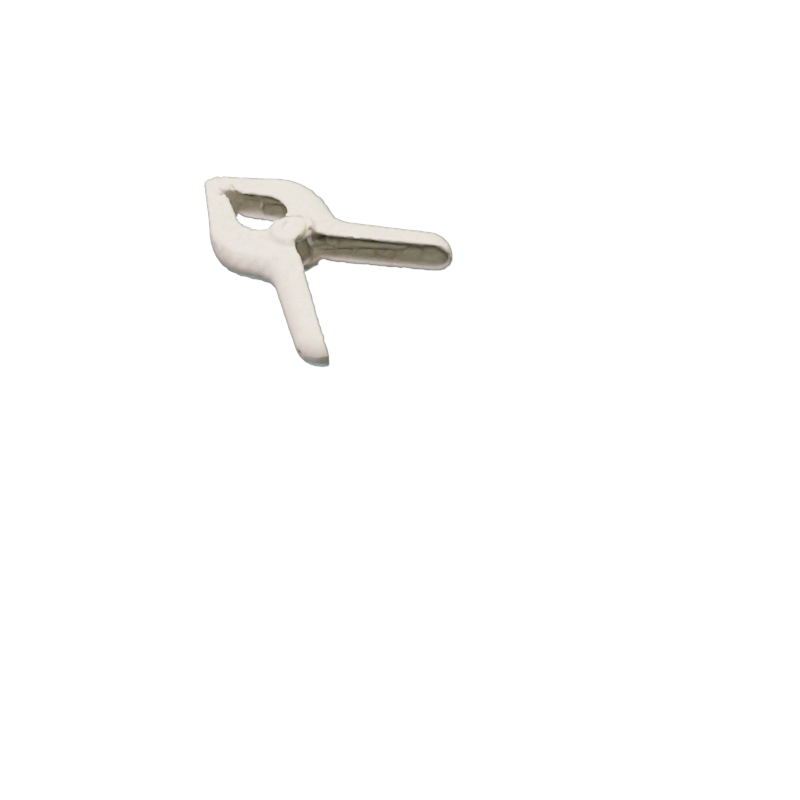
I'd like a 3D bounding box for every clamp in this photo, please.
[{"bbox_3d":[-0.055,-0.100,0.701,0.120,0.036,0.184,-28,52,-25],"label":"clamp"}]
